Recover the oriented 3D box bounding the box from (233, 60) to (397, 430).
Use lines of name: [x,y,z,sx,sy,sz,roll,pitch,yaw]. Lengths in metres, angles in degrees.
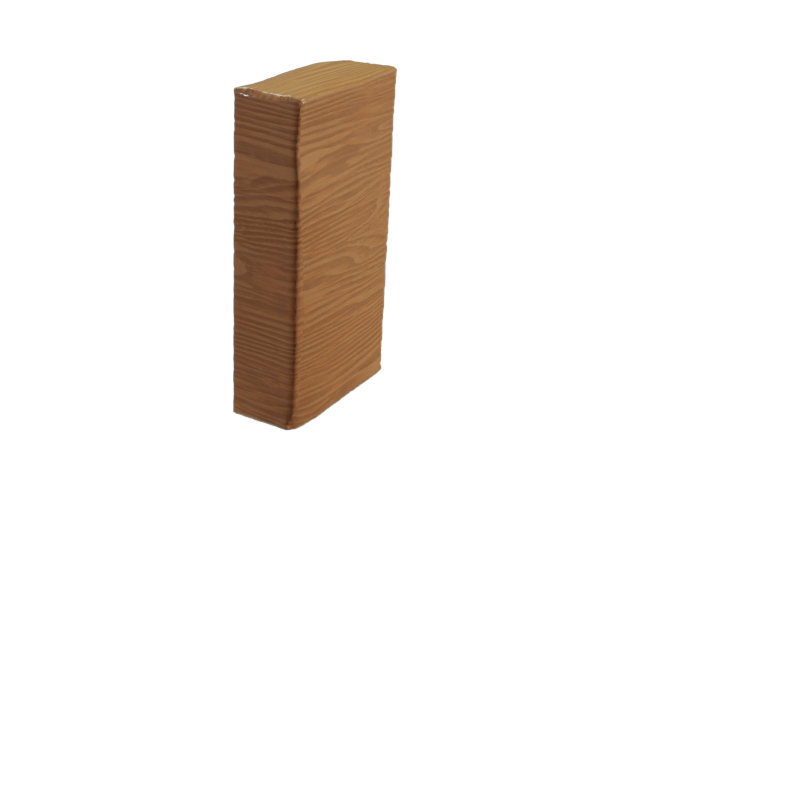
box: [-0.045,-0.082,0.576,0.050,0.168,0.093,13,25,28]
